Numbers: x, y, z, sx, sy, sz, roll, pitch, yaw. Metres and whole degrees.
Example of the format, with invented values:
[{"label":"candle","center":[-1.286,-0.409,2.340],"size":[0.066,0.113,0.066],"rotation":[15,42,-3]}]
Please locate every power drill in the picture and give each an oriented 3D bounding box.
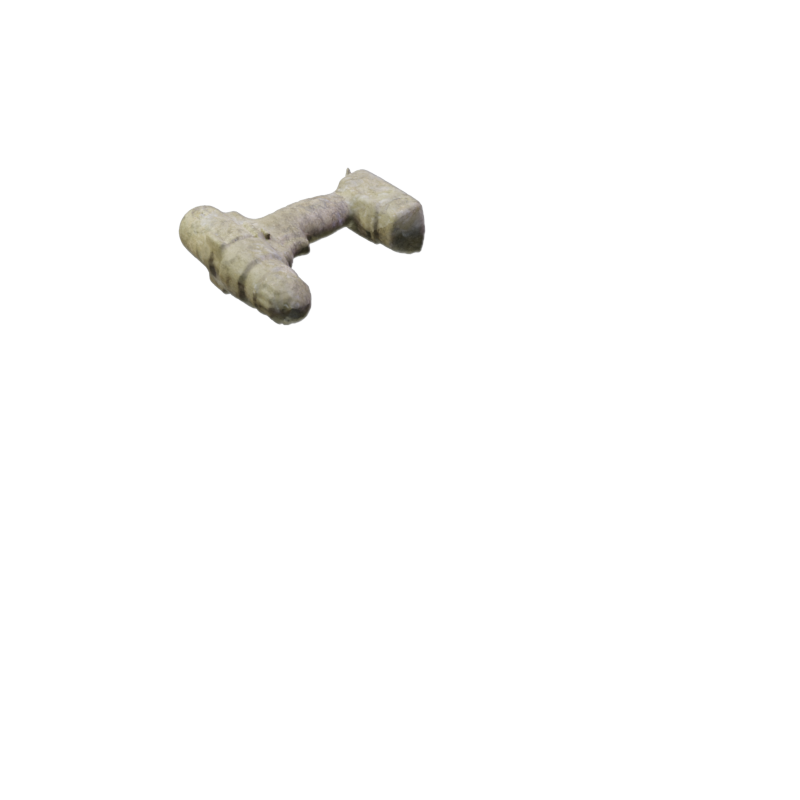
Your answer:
[{"label":"power drill","center":[-0.074,-0.136,0.950],"size":[0.185,0.054,0.199],"rotation":[-20,38,-27]}]
